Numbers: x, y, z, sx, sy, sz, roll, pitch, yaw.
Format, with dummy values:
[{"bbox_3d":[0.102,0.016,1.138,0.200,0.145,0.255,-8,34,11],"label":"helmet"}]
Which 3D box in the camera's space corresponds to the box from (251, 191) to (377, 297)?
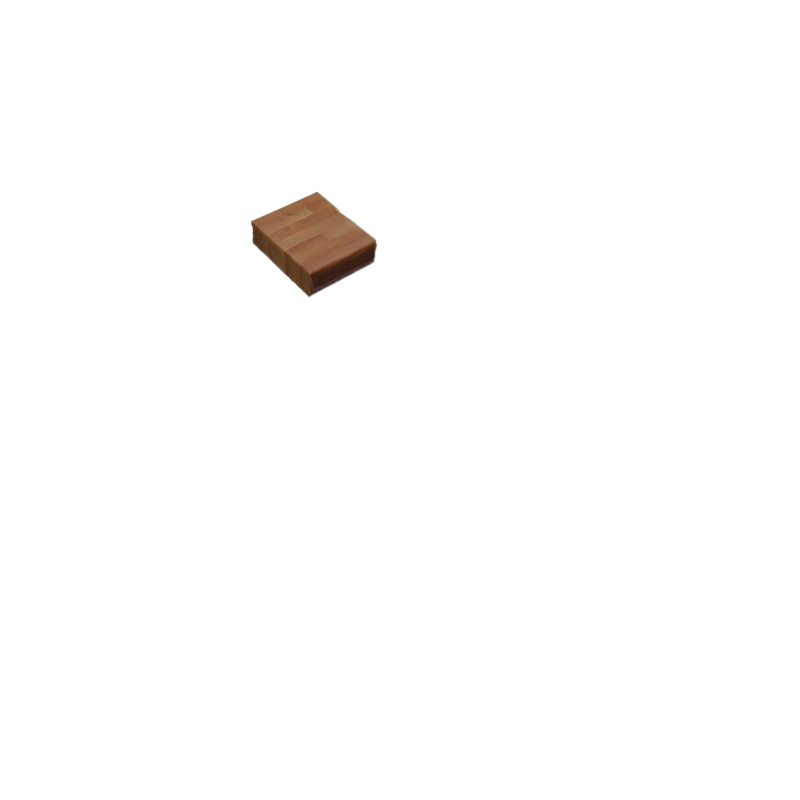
[{"bbox_3d":[-0.076,-0.138,0.967,0.073,0.028,0.096,-28,51,-26],"label":"box"}]
